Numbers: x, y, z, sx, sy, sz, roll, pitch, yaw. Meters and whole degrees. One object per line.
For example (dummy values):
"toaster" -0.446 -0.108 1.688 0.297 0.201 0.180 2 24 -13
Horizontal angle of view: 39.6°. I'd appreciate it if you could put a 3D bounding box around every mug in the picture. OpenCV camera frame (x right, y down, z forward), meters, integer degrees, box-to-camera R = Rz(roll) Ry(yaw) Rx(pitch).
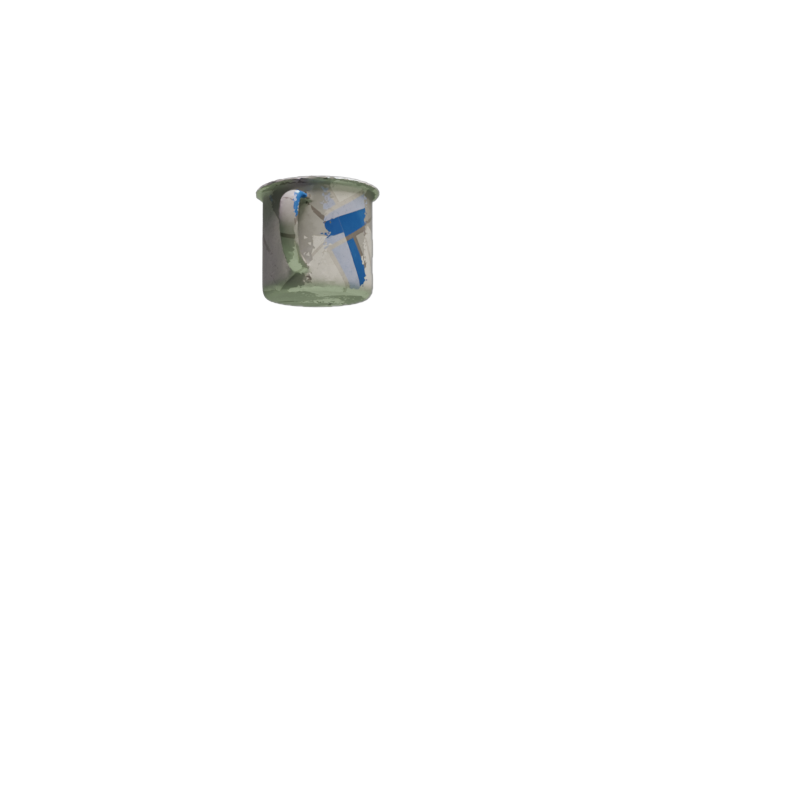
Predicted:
"mug" -0.063 -0.116 0.811 0.095 0.084 0.112 -2 -8 12
